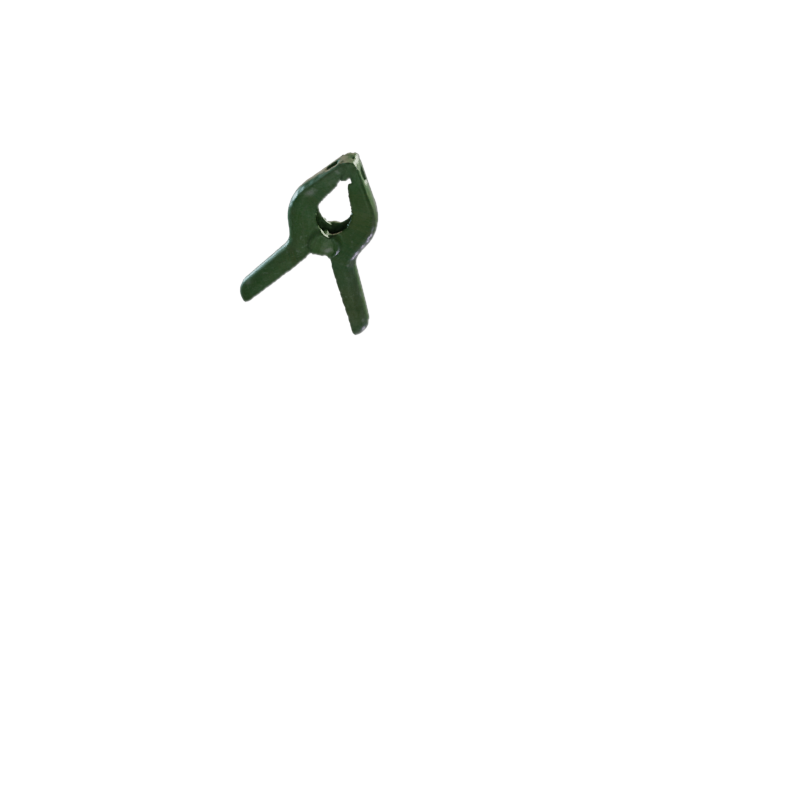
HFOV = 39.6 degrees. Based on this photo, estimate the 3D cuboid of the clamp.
[{"bbox_3d":[-0.077,-0.140,0.982,0.119,0.163,0.041,7,26,-4],"label":"clamp"}]
